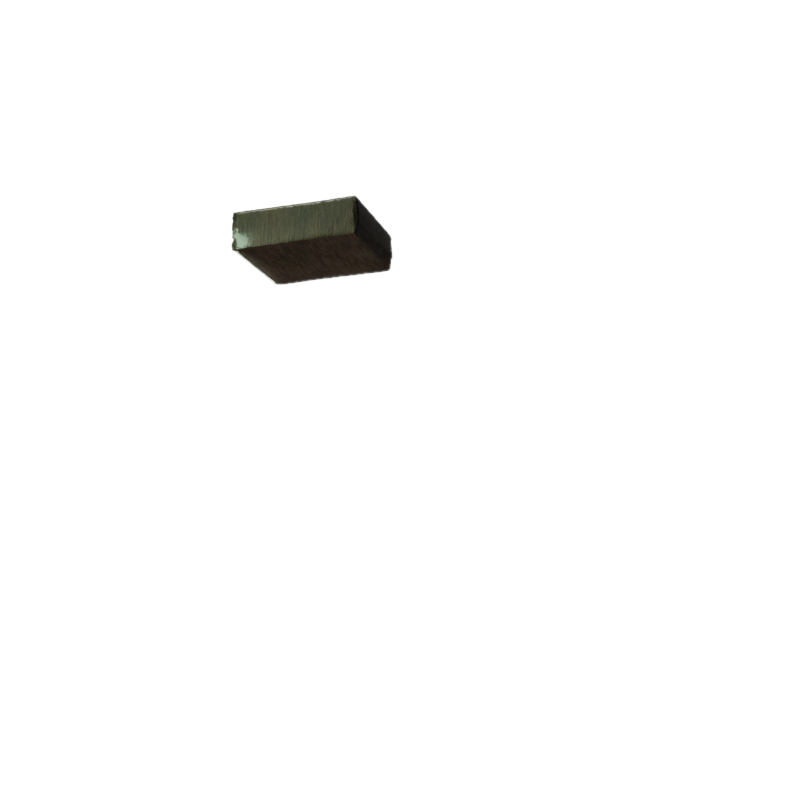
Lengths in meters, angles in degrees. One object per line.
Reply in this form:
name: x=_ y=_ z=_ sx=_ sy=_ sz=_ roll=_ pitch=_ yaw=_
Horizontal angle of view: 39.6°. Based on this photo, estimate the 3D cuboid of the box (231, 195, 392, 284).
box: x=-0.073 y=-0.134 z=0.937 sx=0.115 sy=0.041 sz=0.084 roll=-6 pitch=-19 yaw=19
